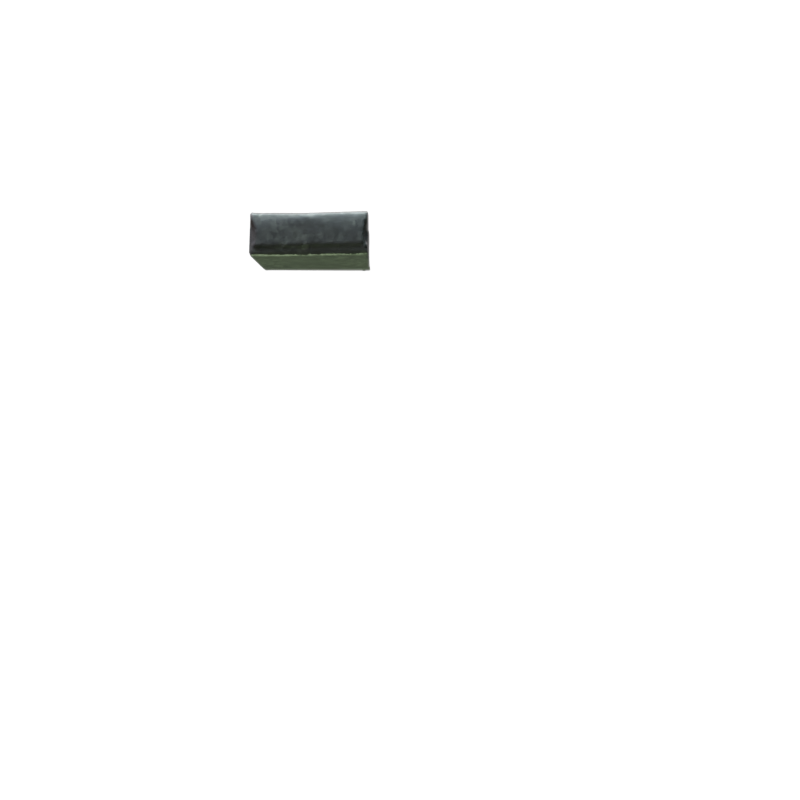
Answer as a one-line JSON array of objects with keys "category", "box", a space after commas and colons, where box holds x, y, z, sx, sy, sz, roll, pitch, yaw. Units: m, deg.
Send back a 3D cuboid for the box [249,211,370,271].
[{"category": "box", "box": [-0.056, -0.102, 0.717, 0.073, 0.030, 0.088, 0, 0, 1]}]
